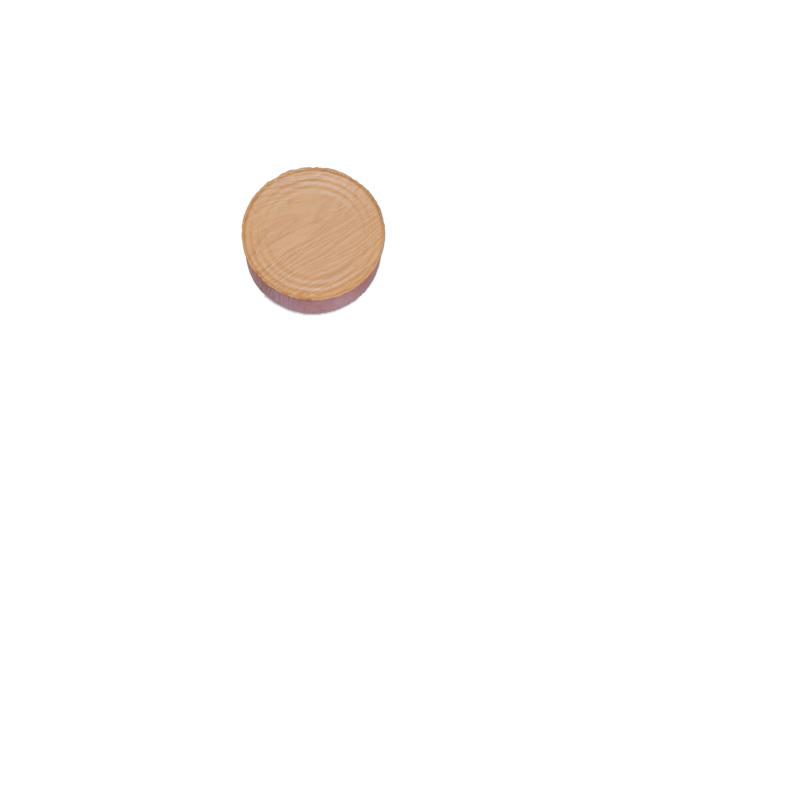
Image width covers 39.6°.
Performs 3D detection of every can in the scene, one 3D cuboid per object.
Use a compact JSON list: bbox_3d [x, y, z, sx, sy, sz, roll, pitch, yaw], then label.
[{"bbox_3d":[-0.053,-0.096,0.675,0.086,0.090,0.032,-1,-20,-1],"label":"can"}]
